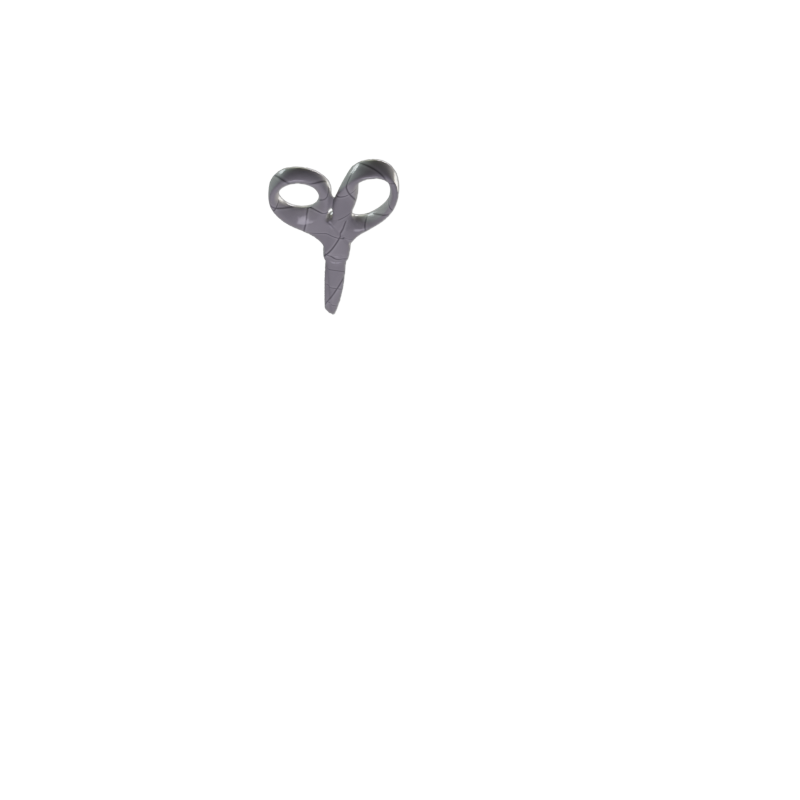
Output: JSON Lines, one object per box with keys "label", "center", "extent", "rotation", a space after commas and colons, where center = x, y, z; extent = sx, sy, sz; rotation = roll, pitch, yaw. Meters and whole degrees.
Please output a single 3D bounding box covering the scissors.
{"label": "scissors", "center": [-0.062, -0.114, 0.796], "extent": [0.094, 0.017, 0.195], "rotation": [9, -27, -18]}
